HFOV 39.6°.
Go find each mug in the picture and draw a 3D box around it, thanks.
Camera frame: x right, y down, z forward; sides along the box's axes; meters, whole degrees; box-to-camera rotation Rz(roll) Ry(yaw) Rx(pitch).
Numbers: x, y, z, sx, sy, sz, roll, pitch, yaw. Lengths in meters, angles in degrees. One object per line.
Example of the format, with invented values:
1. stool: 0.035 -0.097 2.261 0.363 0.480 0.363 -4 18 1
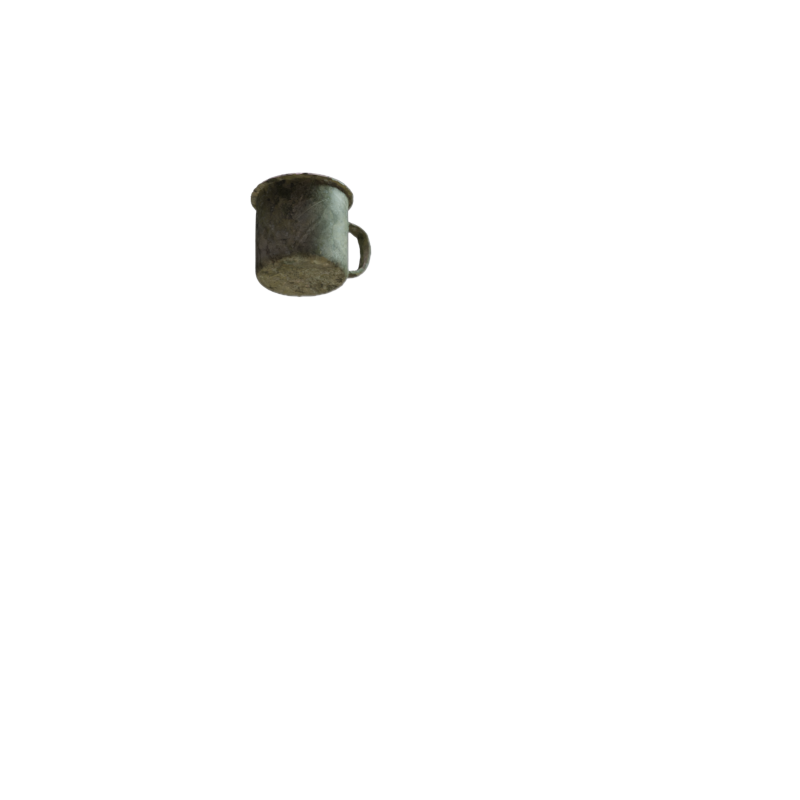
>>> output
1. mug: -0.077 -0.140 0.983 0.111 0.086 0.093 14 -27 -32
